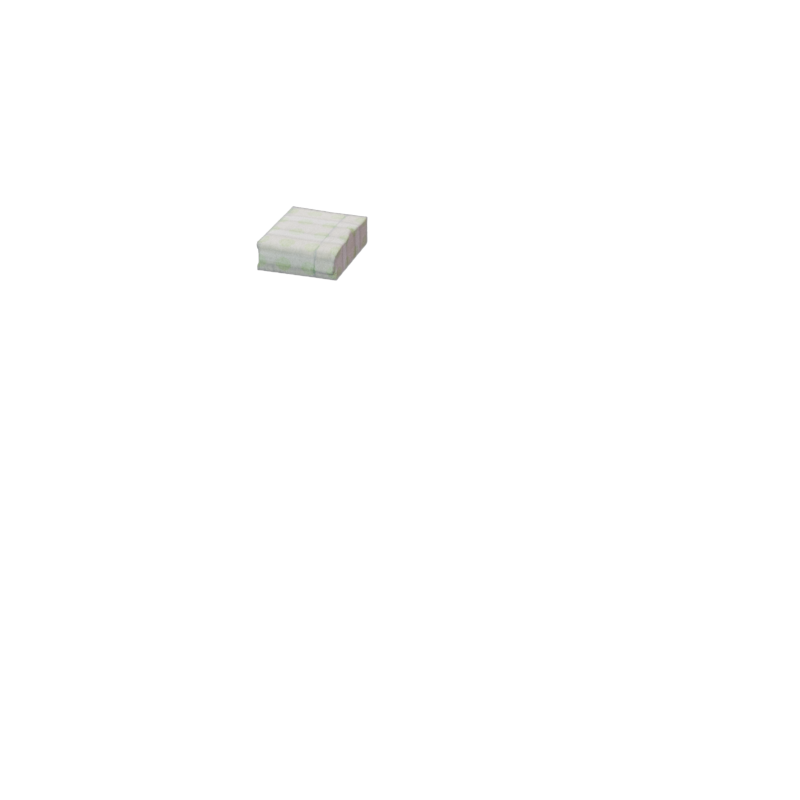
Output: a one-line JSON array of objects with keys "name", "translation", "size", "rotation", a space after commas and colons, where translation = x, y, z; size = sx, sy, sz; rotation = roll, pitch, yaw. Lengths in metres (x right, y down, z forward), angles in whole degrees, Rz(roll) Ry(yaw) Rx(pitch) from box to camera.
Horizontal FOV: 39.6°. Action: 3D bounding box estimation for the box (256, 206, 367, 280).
[{"name": "box", "translation": [-0.076, -0.138, 0.970], "size": [0.075, 0.028, 0.092], "rotation": [9, 31, 16]}]
